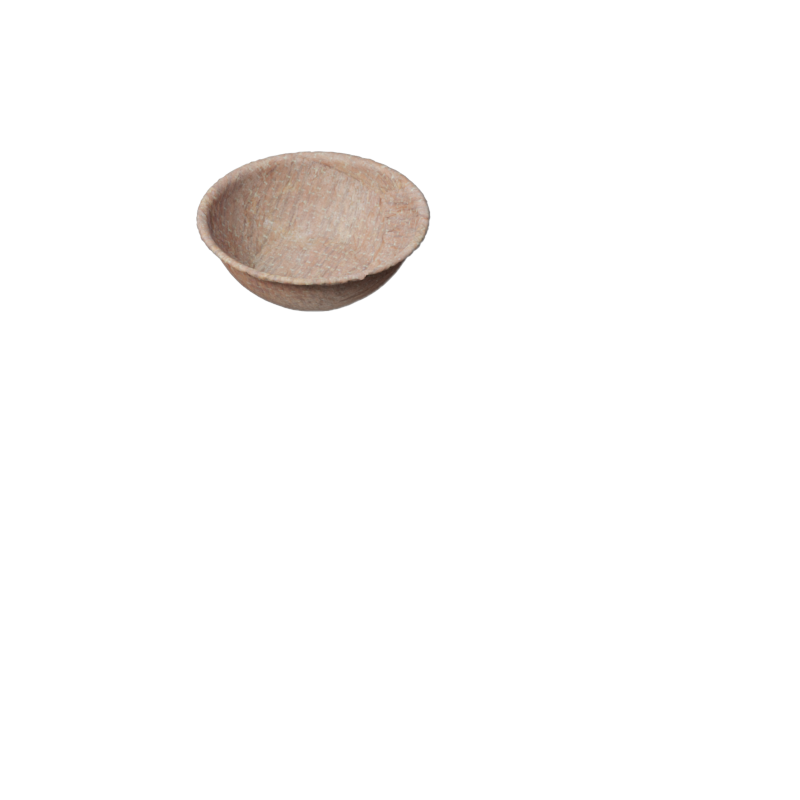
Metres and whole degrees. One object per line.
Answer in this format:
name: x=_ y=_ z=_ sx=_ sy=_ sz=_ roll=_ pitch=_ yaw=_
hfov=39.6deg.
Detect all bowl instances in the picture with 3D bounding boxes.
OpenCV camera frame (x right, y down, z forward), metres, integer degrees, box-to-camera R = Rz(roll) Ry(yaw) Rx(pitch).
bowl: x=-0.061 y=-0.111 z=0.780 sx=0.162 sy=0.051 sz=0.174 roll=-1 pitch=41 yaw=-2
